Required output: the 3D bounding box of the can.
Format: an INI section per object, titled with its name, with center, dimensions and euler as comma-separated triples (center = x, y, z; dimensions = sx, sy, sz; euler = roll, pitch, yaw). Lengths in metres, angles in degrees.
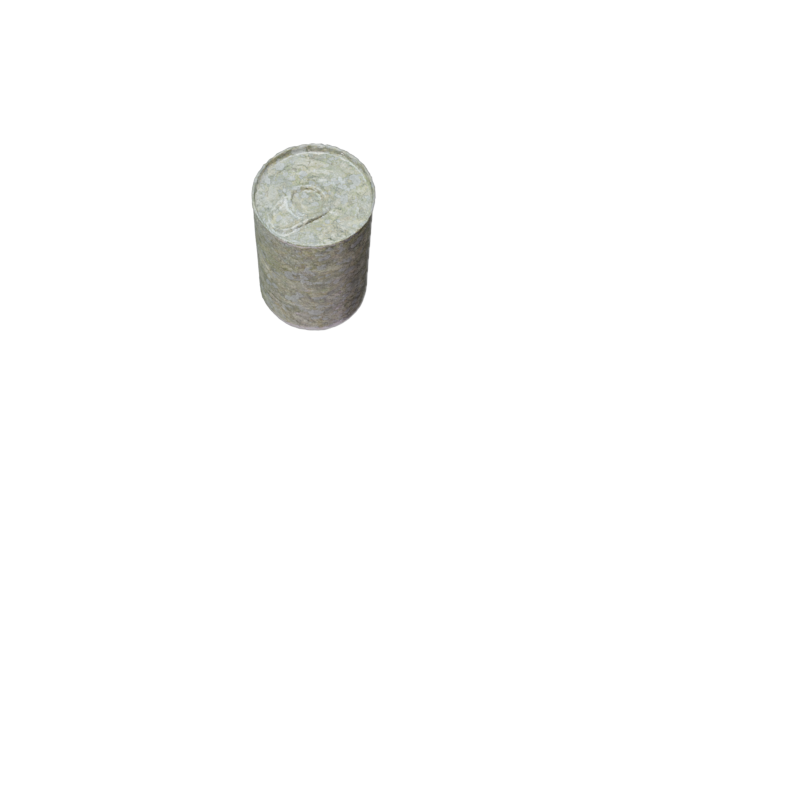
[can]
center = -0.051, -0.092, 0.646
dimensions = 0.068, 0.073, 0.096
euler = 0, -27, -3
